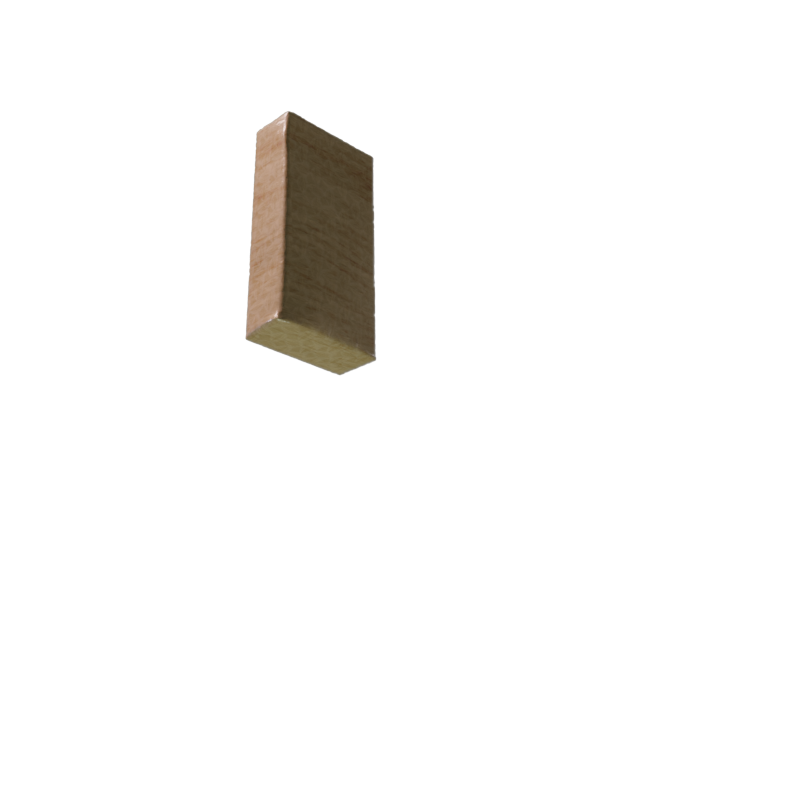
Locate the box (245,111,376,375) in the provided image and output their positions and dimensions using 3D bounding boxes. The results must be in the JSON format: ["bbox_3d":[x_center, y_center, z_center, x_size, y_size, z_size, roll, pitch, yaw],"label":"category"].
[{"bbox_3d":[-0.064,-0.116,0.817,0.088,0.188,0.048,23,-39,-37],"label":"box"}]
